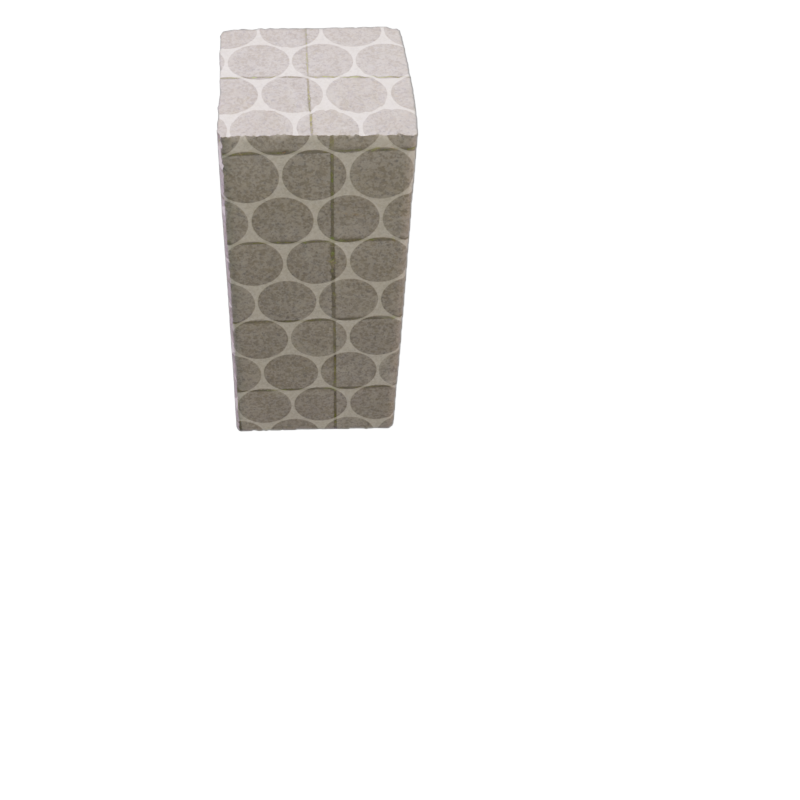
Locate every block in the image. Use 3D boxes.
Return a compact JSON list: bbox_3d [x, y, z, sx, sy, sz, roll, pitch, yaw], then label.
[{"bbox_3d":[-0.045,-0.084,0.583,0.090,0.097,0.192,-1,-43,-5],"label":"block"}]
